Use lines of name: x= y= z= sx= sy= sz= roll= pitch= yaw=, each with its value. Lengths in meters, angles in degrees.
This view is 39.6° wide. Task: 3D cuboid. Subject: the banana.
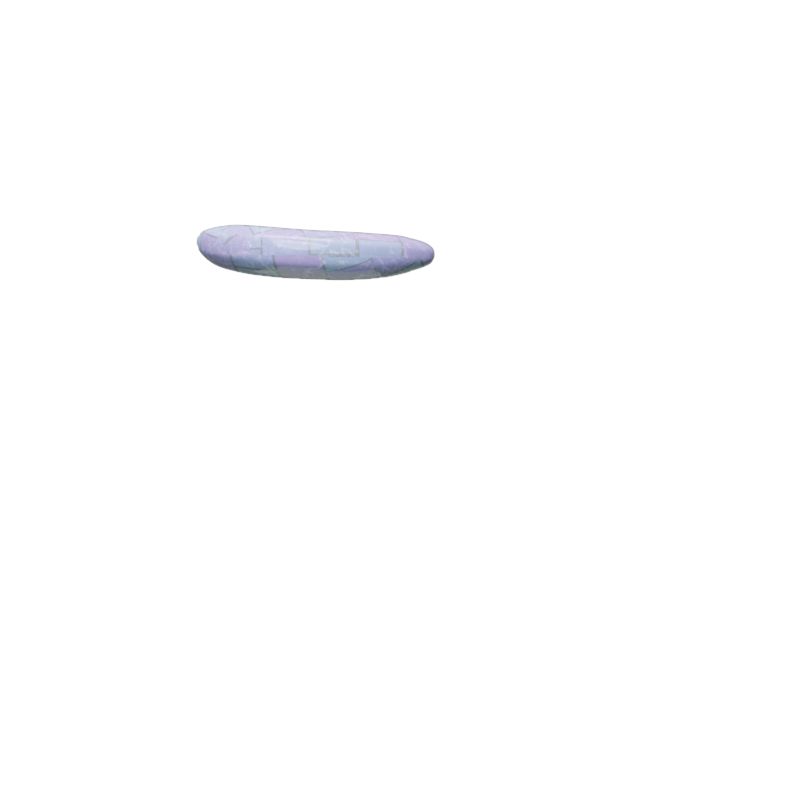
banana: x=-0.076 y=-0.117 z=0.855 sx=0.202 sy=0.035 sz=0.071 roll=7 pitch=25 yaw=15
